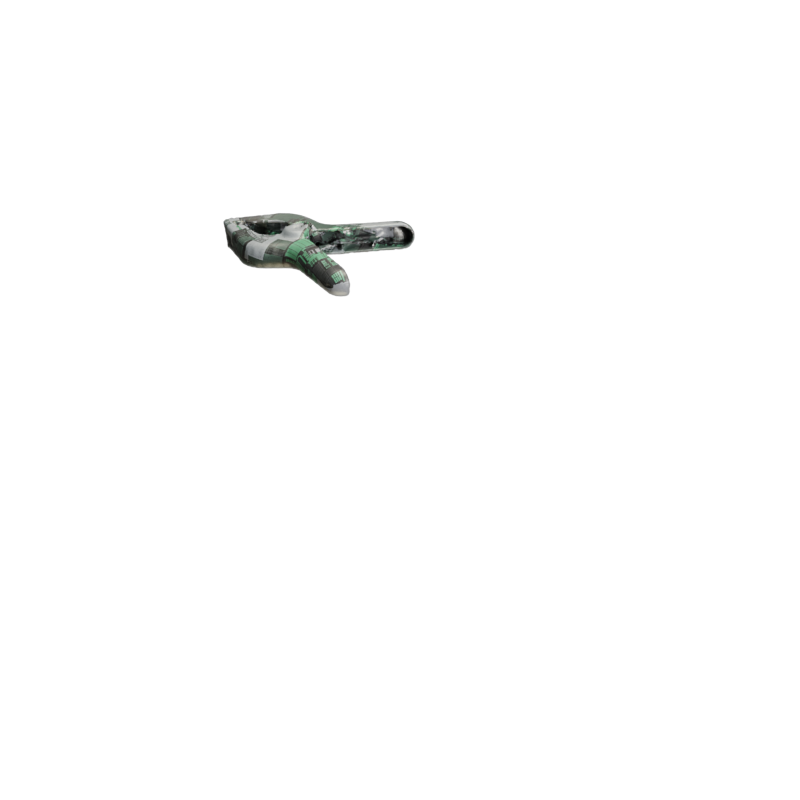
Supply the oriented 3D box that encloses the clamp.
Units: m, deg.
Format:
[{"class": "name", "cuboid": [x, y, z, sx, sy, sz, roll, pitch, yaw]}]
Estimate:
[{"class": "clamp", "cuboid": [-0.076, -0.139, 0.974, 0.182, 0.037, 0.119, 22, 34, 36]}]
